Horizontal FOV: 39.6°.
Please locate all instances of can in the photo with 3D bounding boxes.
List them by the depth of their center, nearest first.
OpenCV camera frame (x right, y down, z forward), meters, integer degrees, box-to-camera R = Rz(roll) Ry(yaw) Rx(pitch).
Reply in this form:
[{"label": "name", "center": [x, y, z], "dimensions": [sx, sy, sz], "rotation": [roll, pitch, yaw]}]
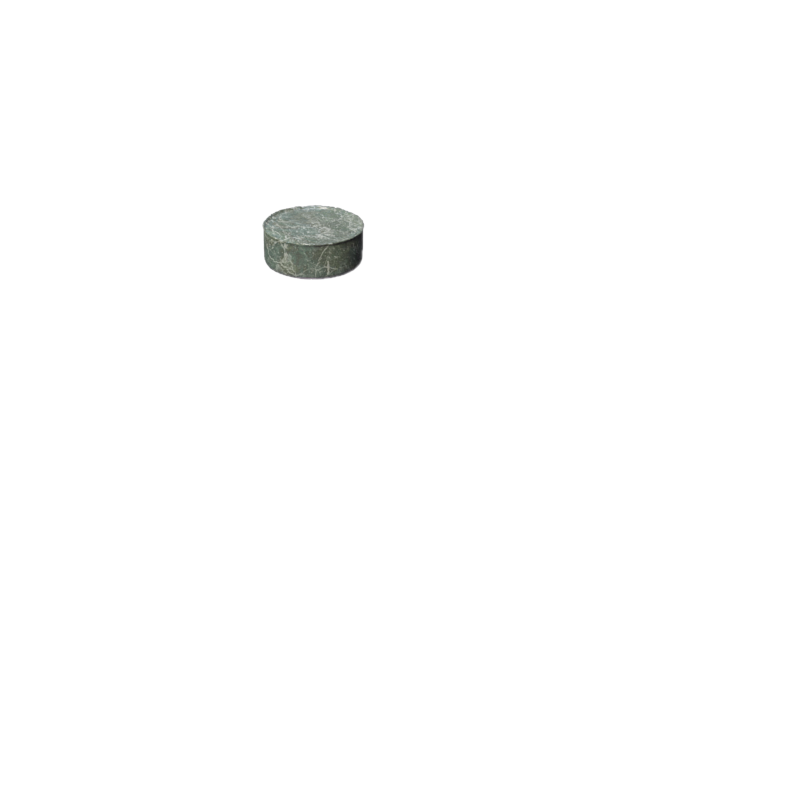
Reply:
[{"label": "can", "center": [-0.074, -0.134, 0.941], "dimensions": [0.086, 0.032, 0.091], "rotation": [-1, 29, -2]}]
